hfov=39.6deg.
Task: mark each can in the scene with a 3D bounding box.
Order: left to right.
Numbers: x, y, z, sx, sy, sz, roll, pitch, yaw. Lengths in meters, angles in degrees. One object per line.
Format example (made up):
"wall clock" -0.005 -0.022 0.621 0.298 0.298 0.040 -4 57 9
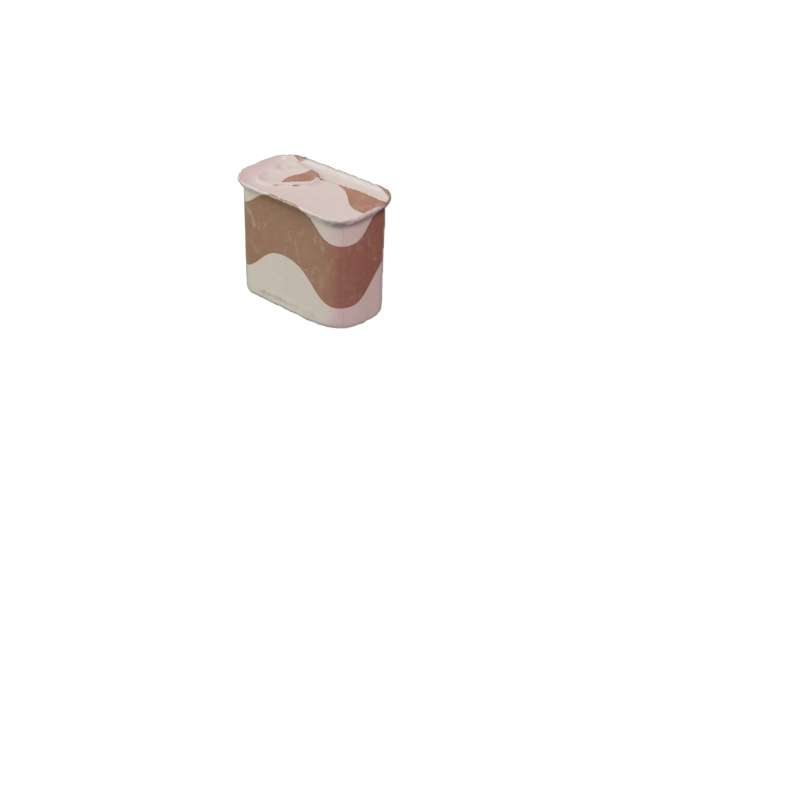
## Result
"can" -0.057 -0.104 0.726 0.108 0.079 0.057 27 40 33
